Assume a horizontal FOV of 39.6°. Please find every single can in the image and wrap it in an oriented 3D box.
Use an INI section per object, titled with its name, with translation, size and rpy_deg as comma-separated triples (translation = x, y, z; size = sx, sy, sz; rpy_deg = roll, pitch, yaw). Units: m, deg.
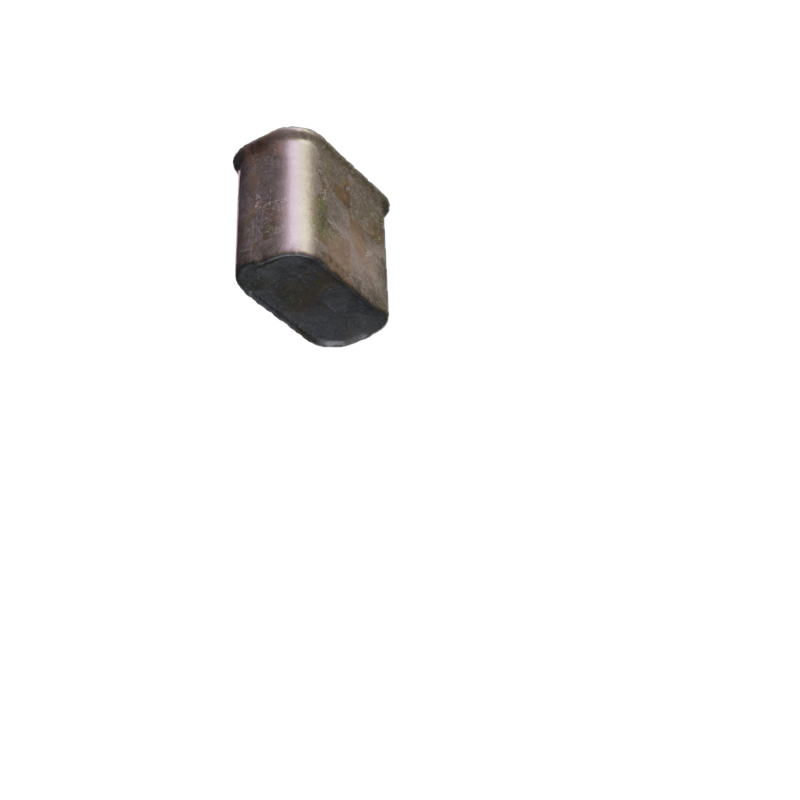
[can]
translation = -0.049, -0.089, 0.619
size = 0.058, 0.090, 0.094
rpy_deg = -21, -37, 27
